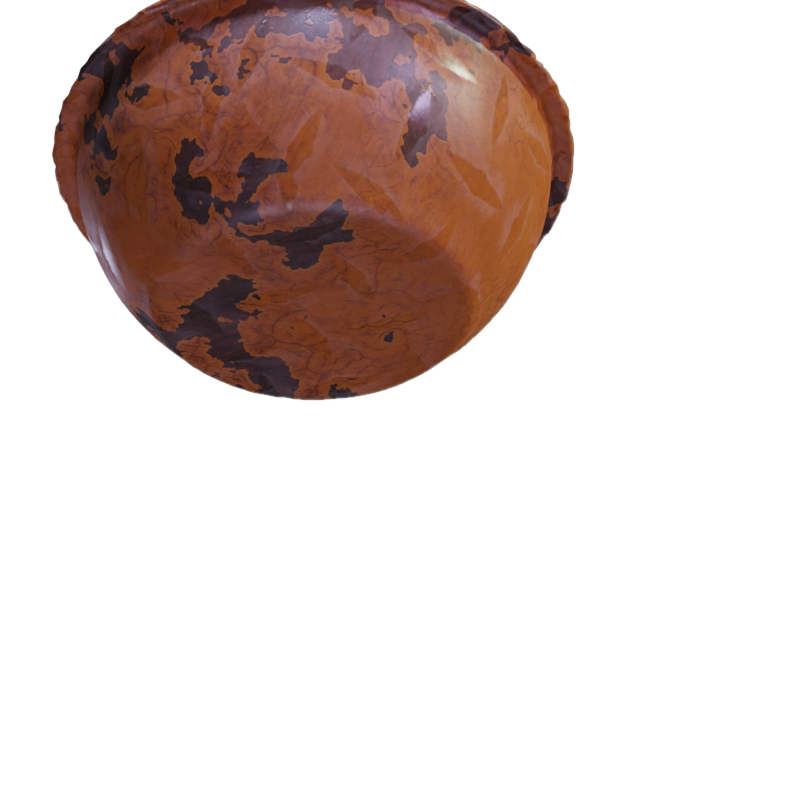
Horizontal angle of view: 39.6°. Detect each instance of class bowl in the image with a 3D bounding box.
[{"bbox_3d":[-0.026,-0.047,0.333,0.162,0.059,0.151,1,-37,-2],"label":"bowl"}]
